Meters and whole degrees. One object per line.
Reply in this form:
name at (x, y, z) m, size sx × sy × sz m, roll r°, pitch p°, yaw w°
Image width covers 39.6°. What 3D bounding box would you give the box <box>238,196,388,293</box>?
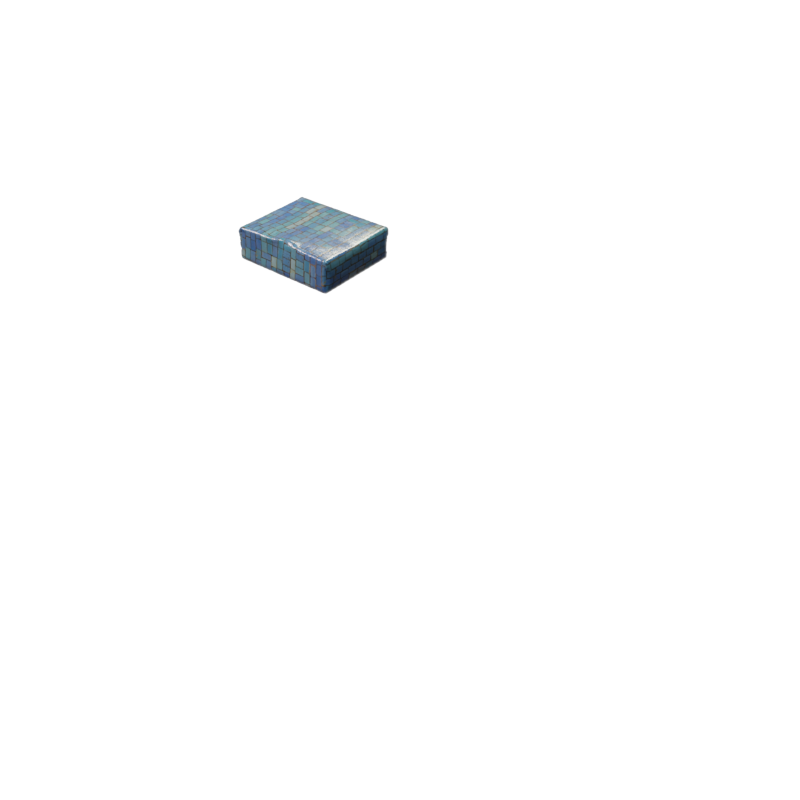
box at (-0.066, -0.120, 0.841) m, size 0.095 × 0.028 × 0.073 m, roll 25°, pitch 40°, yaw 32°
